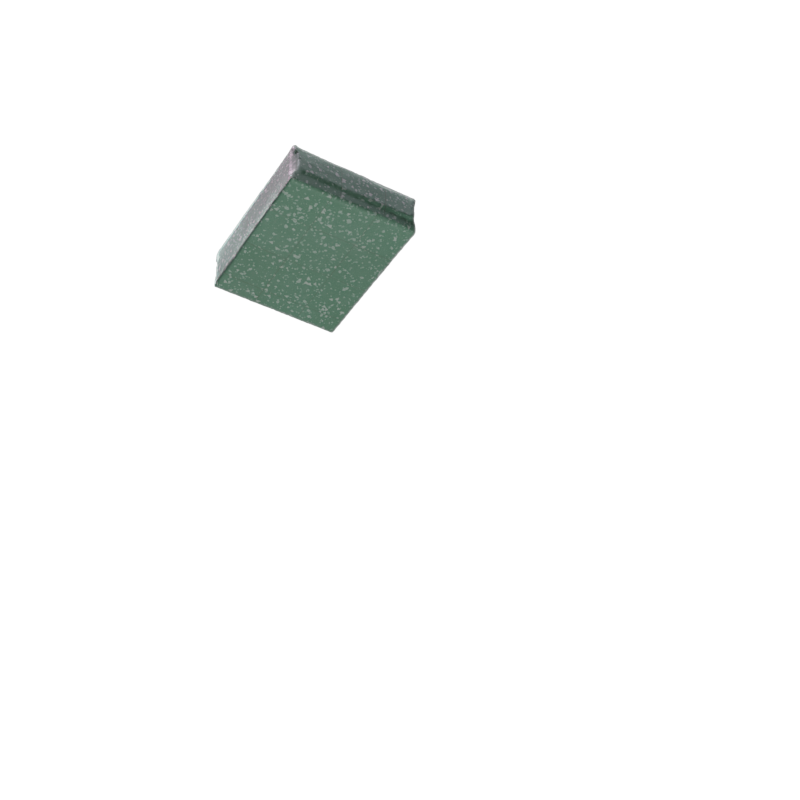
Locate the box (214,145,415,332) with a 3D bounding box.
[{"bbox_3d":[-0.045,-0.083,0.578,0.070,0.032,0.087,22,-48,-22],"label":"box"}]
